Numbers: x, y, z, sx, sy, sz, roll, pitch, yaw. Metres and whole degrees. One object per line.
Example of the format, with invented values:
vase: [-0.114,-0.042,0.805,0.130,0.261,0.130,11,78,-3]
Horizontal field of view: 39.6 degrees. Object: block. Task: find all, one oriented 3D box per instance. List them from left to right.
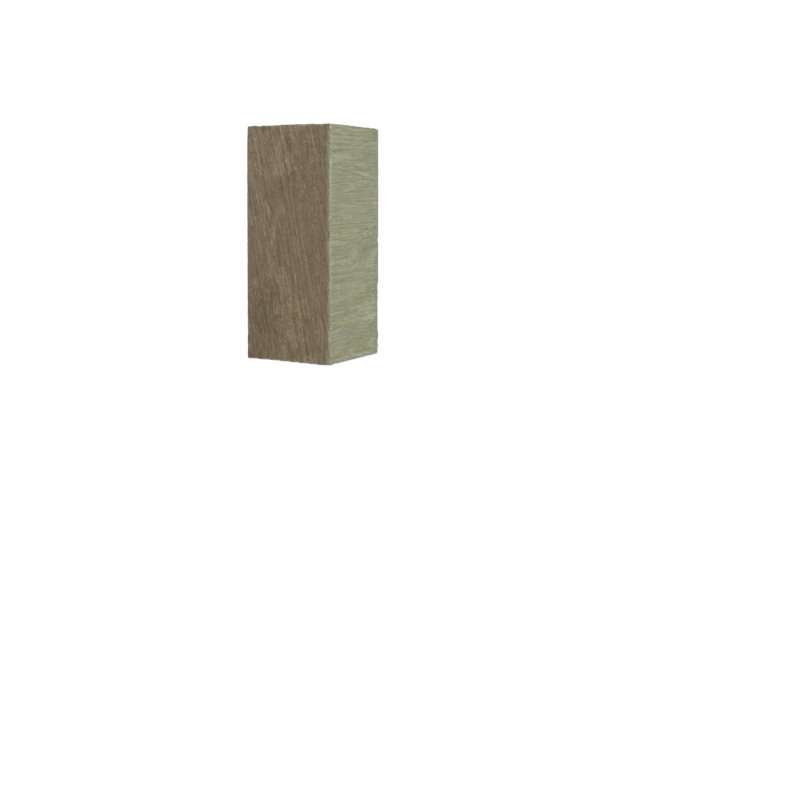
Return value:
block: [-0.079,-0.143,1.000,0.093,0.205,0.088,2,4,29]
